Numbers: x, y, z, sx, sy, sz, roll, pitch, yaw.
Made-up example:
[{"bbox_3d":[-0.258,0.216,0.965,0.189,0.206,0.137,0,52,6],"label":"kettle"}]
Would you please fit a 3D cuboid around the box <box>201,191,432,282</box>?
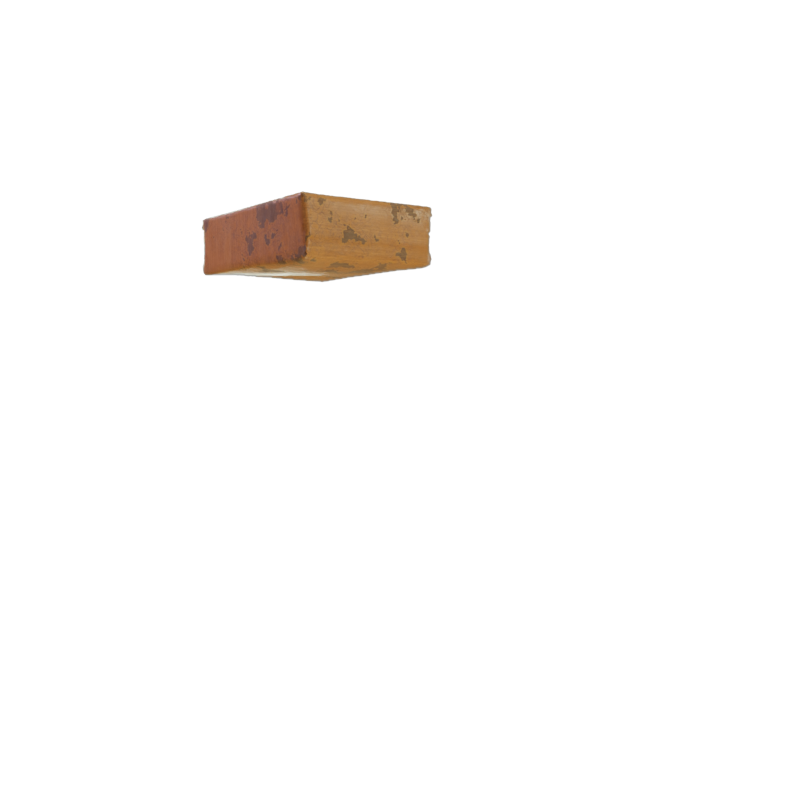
[{"bbox_3d":[-0.051,-0.092,0.646,0.086,0.039,0.117,-1,2,-37],"label":"box"}]
